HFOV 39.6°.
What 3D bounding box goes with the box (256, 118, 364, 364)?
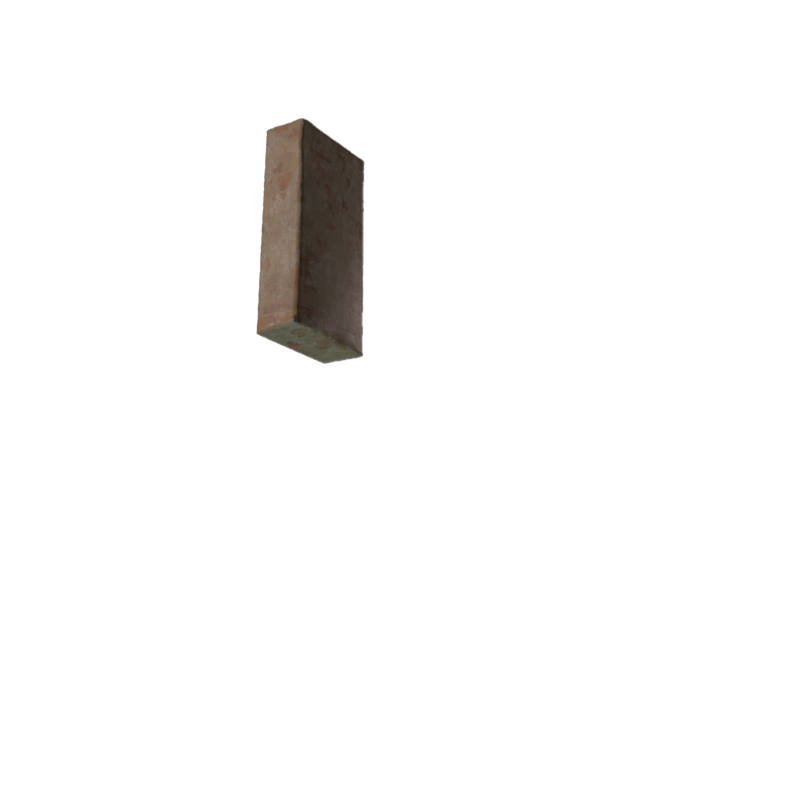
[{"bbox_3d":[-0.070,-0.127,0.891,0.049,0.186,0.087,-16,-27,30],"label":"box"}]
